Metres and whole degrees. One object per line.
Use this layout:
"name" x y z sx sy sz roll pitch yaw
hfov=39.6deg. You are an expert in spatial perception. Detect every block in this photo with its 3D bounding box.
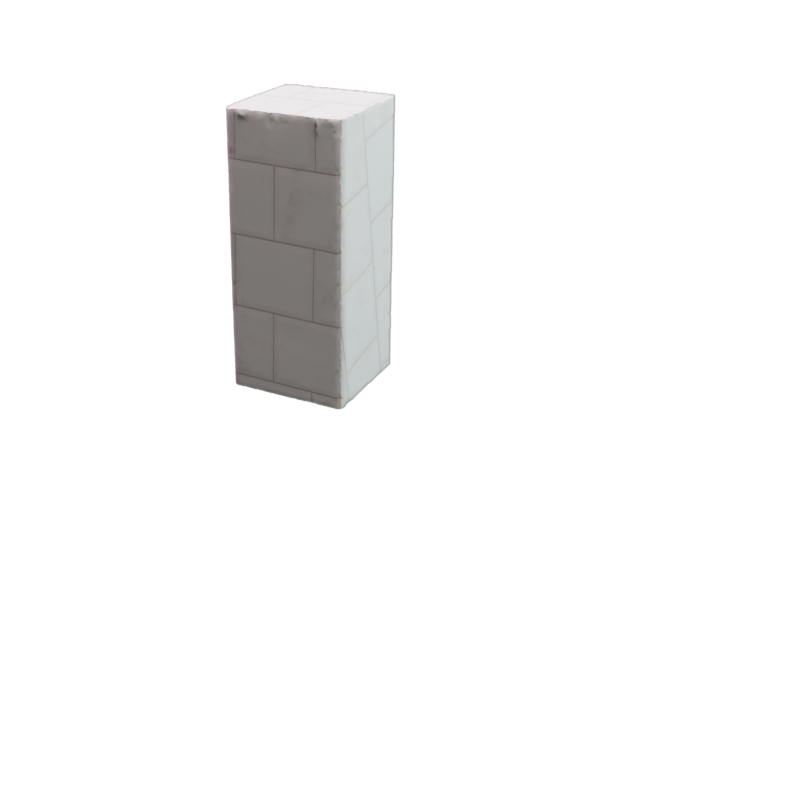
"block" -0.062 -0.112 0.789 0.094 0.197 0.091 11 24 23
